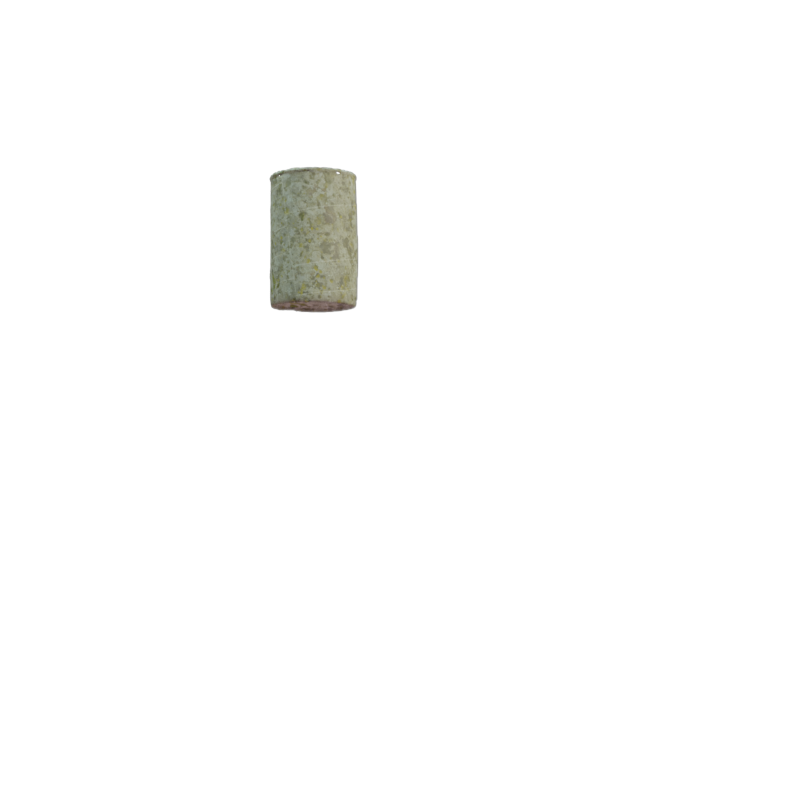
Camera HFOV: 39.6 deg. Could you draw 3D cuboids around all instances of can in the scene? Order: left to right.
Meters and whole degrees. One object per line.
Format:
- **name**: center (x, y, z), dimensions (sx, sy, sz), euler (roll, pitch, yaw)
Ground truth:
- **can**: center (-0.067, -0.122, 0.852), dimensions (0.068, 0.105, 0.067), euler (0, -8, -2)
